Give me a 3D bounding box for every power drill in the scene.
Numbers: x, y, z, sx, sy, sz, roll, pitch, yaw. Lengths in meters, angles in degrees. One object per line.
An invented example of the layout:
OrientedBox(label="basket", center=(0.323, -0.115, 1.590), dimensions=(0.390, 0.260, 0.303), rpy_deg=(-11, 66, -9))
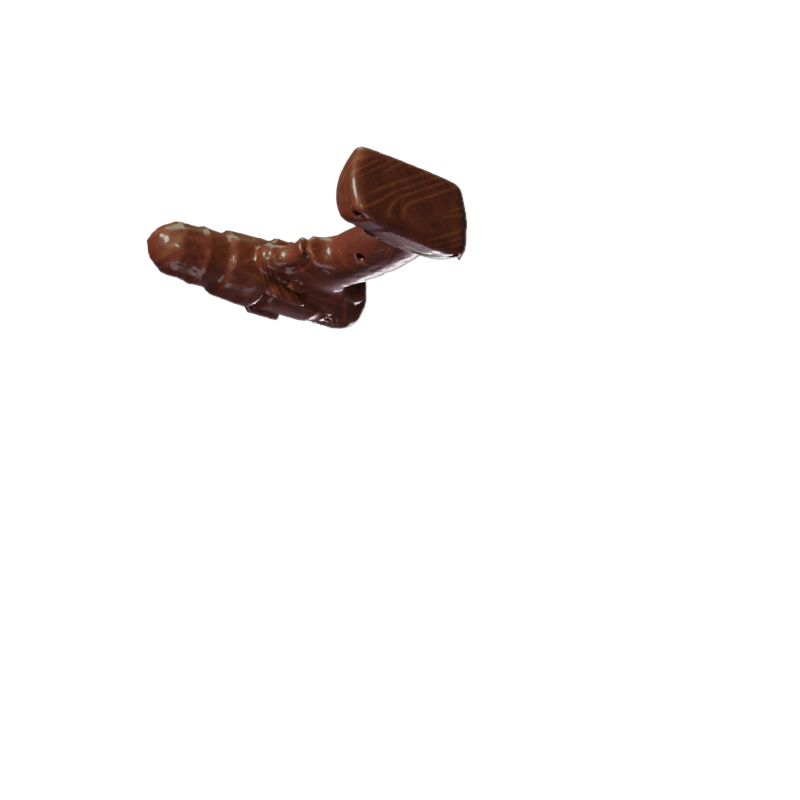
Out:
OrientedBox(label="power drill", center=(-0.061, -0.112, 0.783), dimensions=(0.175, 0.060, 0.189), rpy_deg=(14, -23, -37))
